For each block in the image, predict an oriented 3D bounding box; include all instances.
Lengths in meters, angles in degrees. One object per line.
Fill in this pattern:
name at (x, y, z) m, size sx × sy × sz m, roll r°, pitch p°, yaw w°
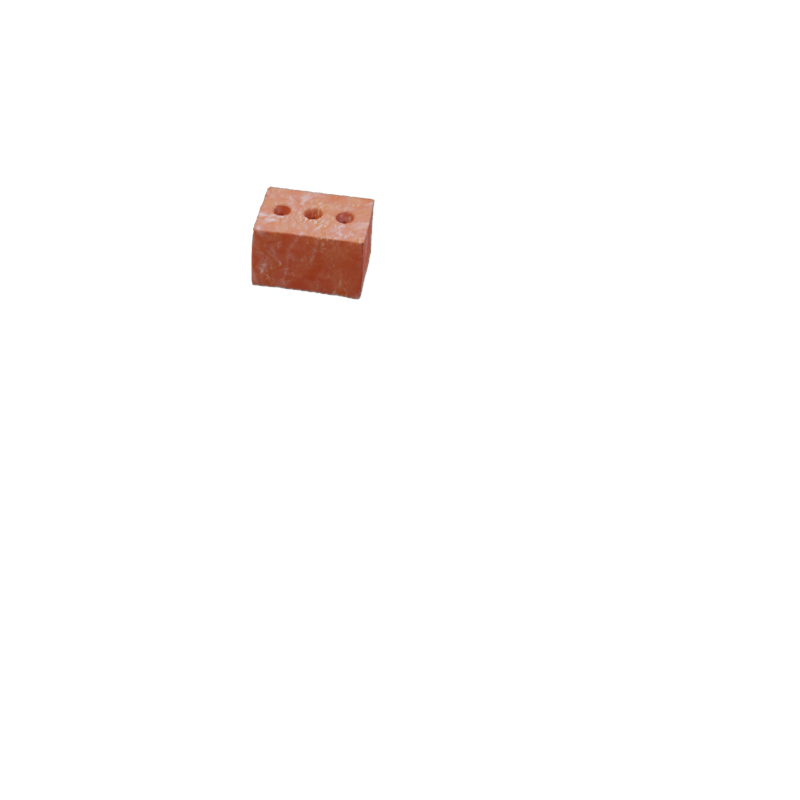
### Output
block at (-0.060, -0.110, 0.768) m, size 0.079 × 0.048 × 0.056 m, roll 7°, pitch 43°, yaw 7°
